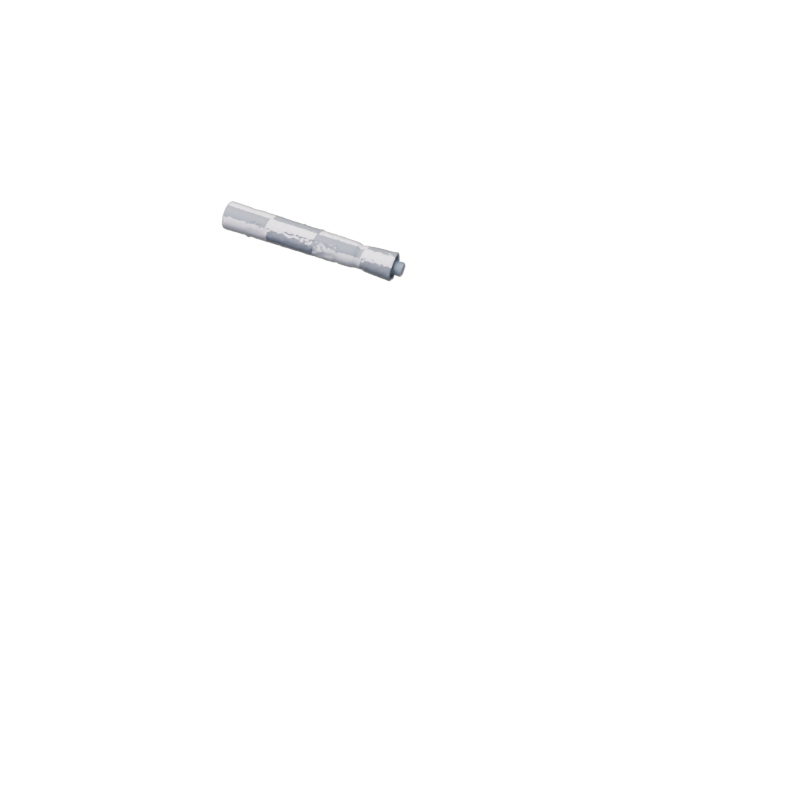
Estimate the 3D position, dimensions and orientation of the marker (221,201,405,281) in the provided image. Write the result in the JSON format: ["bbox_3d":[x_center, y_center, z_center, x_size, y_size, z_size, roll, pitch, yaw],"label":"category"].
[{"bbox_3d":[-0.055,-0.100,0.703,0.124,0.019,0.019,19,8,15],"label":"marker"}]
